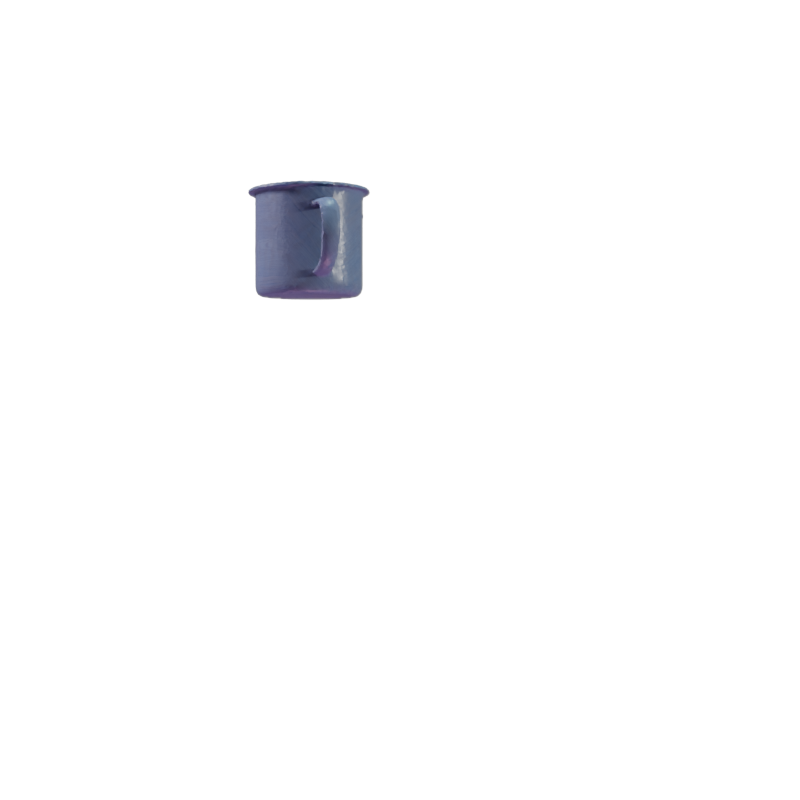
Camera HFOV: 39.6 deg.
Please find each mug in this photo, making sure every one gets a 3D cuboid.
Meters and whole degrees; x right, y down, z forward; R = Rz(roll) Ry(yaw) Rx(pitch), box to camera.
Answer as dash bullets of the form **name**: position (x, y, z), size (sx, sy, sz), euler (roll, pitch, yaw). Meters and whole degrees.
- **mug**: position (-0.065, -0.119, 0.833), size (0.091, 0.082, 0.119), euler (1, -2, -19)
